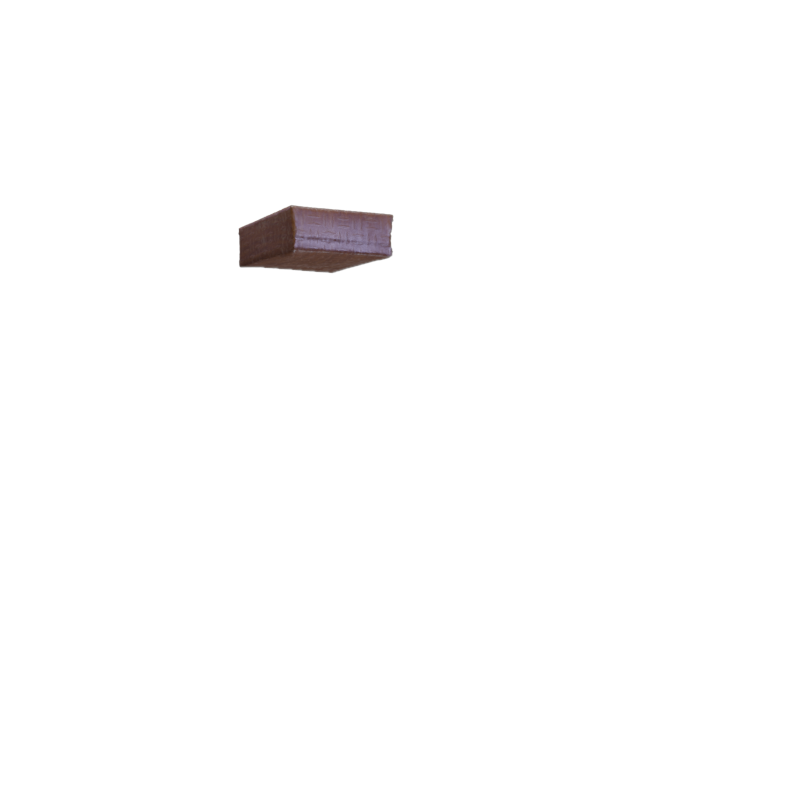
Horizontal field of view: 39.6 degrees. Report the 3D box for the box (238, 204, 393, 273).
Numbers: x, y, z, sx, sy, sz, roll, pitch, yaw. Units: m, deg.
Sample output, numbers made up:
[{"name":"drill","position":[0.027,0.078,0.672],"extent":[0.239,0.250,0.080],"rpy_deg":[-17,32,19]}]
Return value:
[{"name":"box","position":[-0.070,-0.128,0.898],"extent":[0.087,0.039,0.116],"rpy_deg":[0,0,-28]}]
